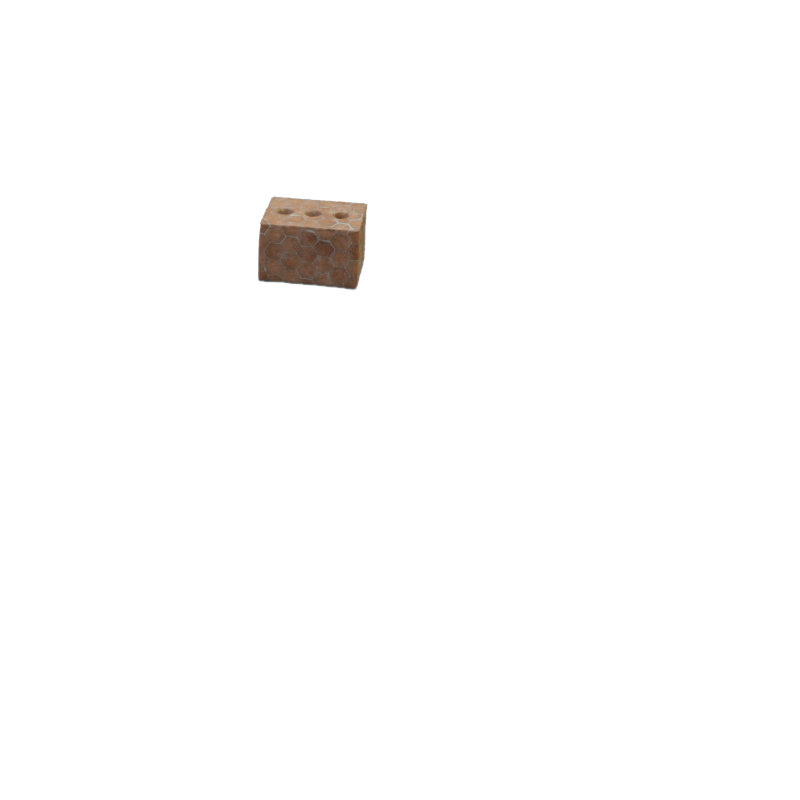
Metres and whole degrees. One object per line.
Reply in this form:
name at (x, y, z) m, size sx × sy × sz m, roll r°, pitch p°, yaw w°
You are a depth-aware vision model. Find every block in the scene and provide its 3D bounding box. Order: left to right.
block at (-0.067, -0.122, 0.857) m, size 0.079 × 0.048 × 0.055 m, roll 5°, pitch 31°, yaw 7°
